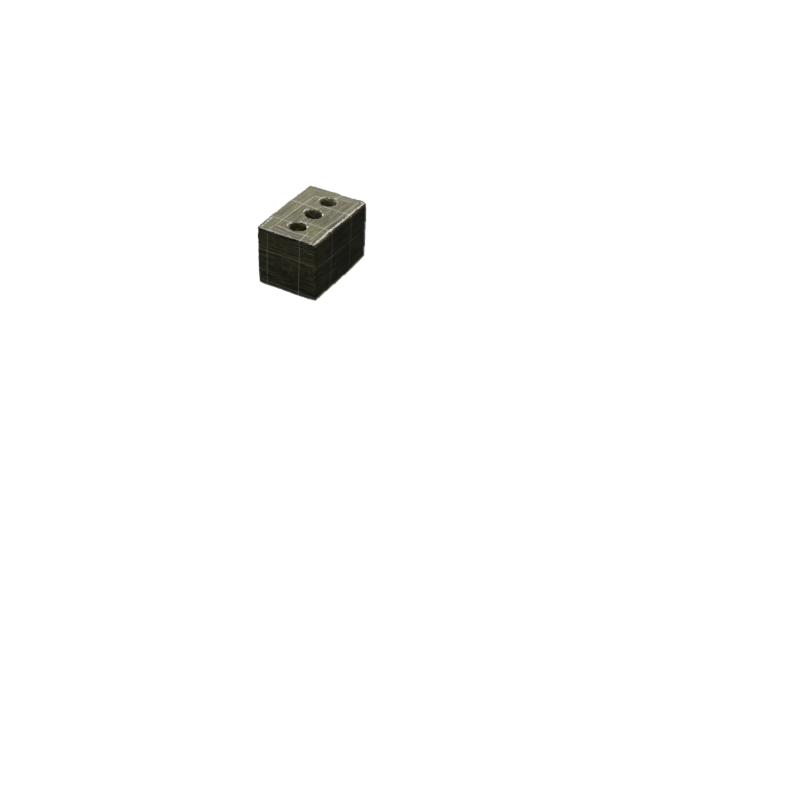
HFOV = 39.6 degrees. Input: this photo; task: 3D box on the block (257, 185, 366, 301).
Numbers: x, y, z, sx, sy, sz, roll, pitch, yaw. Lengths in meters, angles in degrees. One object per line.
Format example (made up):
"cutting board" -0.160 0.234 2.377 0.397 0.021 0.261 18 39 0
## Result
"block" -0.067 -0.122 0.853 0.055 0.048 0.080 18 40 22
